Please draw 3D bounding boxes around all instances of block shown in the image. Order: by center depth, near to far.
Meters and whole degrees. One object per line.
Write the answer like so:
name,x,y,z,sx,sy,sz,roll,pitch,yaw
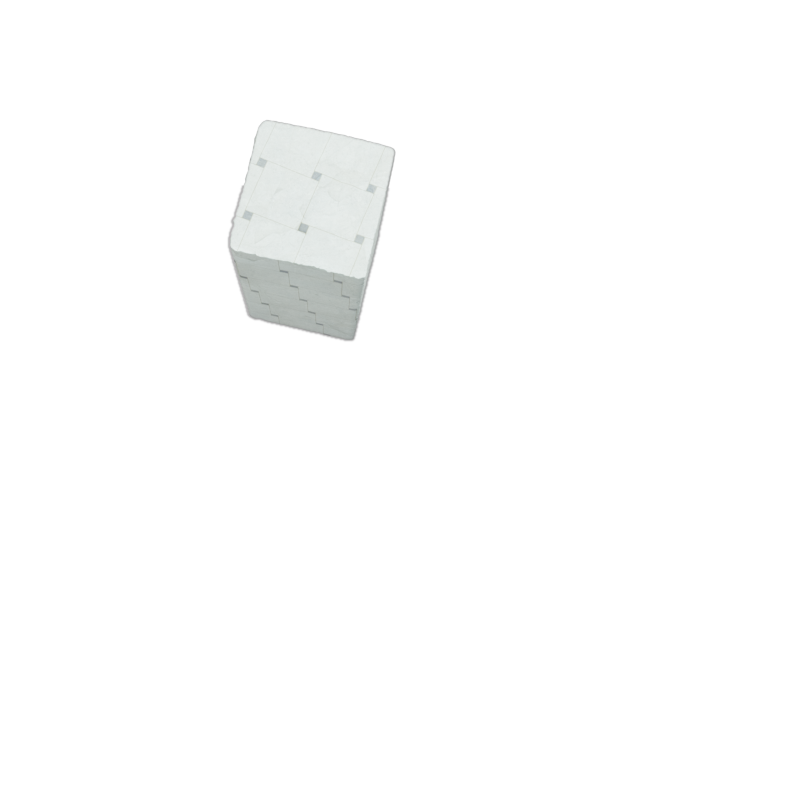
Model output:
block,-0.062,-0.113,0.788,0.090,0.093,0.201,13,-9,-2
